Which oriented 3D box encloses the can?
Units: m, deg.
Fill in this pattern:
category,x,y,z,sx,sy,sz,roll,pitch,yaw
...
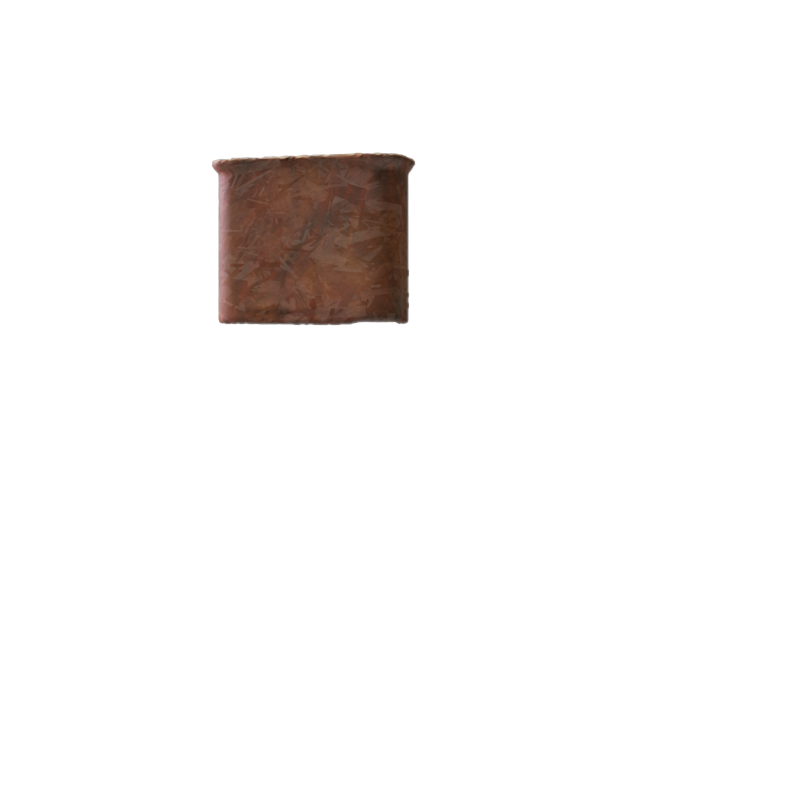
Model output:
category,x,y,z,sx,sy,sz,roll,pitch,yaw
can,-0.045,-0.081,0.569,0.104,0.084,0.056,1,1,17
